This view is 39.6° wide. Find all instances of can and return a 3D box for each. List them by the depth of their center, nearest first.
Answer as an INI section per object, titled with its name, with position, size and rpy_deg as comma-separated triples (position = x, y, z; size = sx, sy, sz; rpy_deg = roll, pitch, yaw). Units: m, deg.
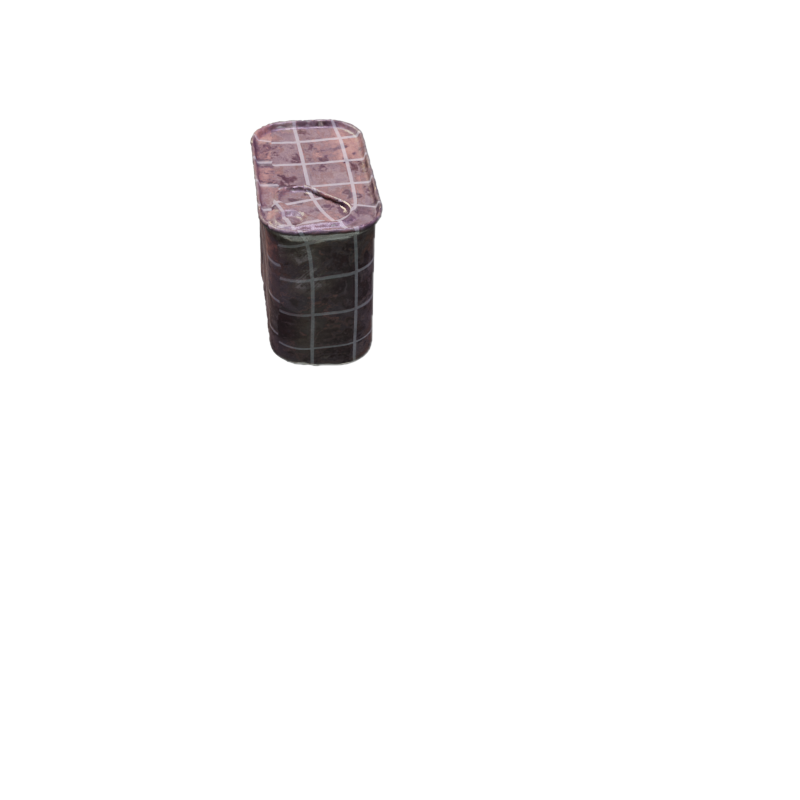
[can]
position = -0.043, -0.079, 0.555
size = 0.057, 0.078, 0.110
rpy_deg = -4, 39, -8
